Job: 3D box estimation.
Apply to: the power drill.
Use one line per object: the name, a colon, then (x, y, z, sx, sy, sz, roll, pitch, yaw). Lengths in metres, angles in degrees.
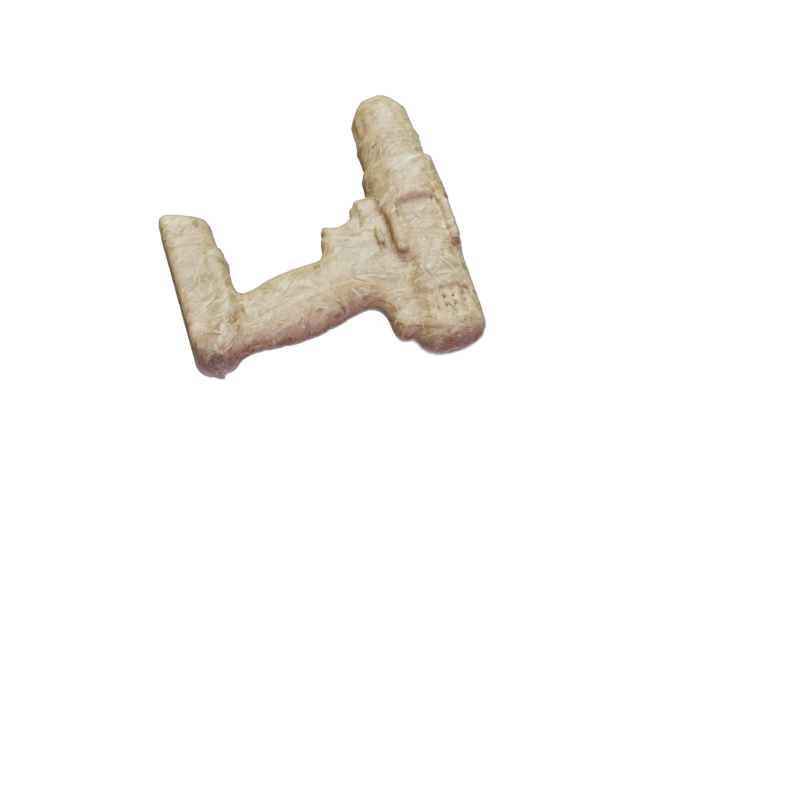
power drill: (-0.056, -0.102, 0.712, 0.187, 0.196, 0.054, -15, -23, -7)
